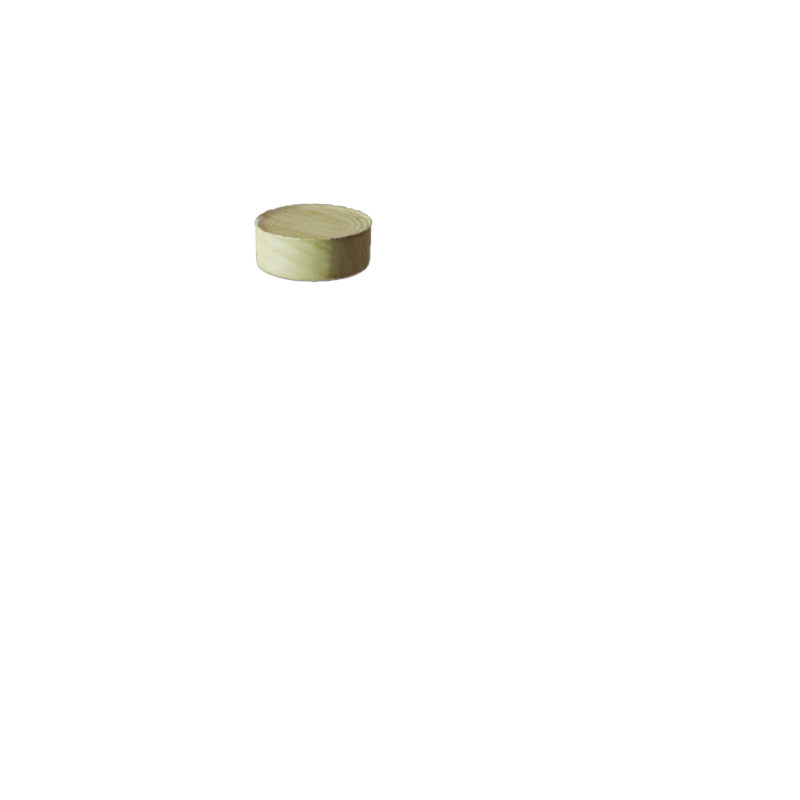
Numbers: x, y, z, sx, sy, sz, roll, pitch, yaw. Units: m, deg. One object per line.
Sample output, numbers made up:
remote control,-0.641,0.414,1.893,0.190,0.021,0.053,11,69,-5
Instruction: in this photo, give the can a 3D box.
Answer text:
can,-0.064,-0.116,0.812,0.086,0.032,0.090,-1,25,-2
